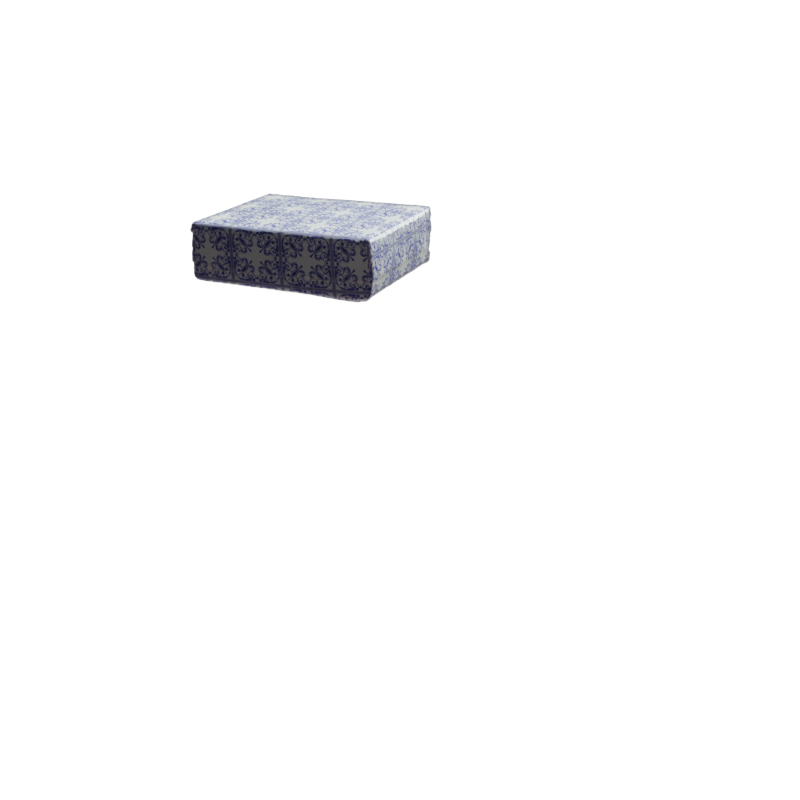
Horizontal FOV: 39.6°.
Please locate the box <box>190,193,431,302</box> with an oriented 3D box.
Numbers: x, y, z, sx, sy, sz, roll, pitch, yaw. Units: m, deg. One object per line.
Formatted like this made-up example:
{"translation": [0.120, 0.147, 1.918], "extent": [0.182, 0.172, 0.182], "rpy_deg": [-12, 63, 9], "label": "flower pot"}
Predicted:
{"translation": [-0.050, -0.091, 0.640], "extent": [0.118, 0.037, 0.090], "rpy_deg": [10, 24, 23], "label": "box"}
